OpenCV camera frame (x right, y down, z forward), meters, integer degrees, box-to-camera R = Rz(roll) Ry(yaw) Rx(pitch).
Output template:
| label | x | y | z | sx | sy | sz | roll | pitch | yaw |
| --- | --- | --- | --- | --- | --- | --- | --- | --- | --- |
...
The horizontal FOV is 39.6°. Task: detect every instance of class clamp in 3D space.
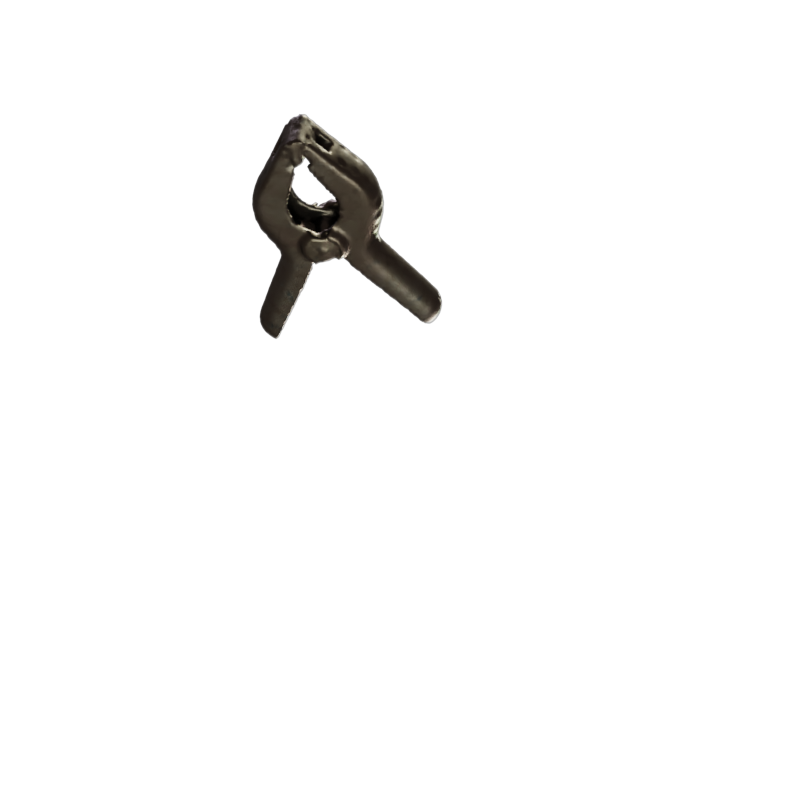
| label | x | y | z | sx | sy | sz | roll | pitch | yaw |
| --- | --- | --- | --- | --- | --- | --- | --- | --- | --- |
| clamp | -0.054 | -0.099 | 0.690 | 0.121 | 0.158 | 0.042 | -16 | 40 | 13 |
